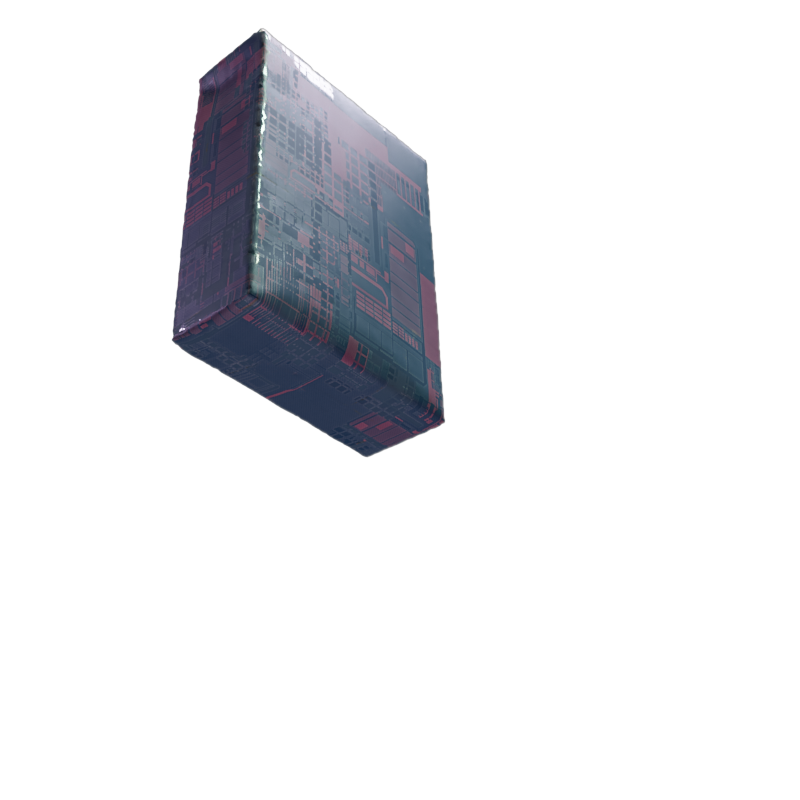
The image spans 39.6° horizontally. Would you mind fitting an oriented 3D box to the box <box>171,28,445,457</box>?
[{"bbox_3d":[-0.053,-0.097,0.678,0.072,0.229,0.153,-30,-45,31],"label":"box"}]
